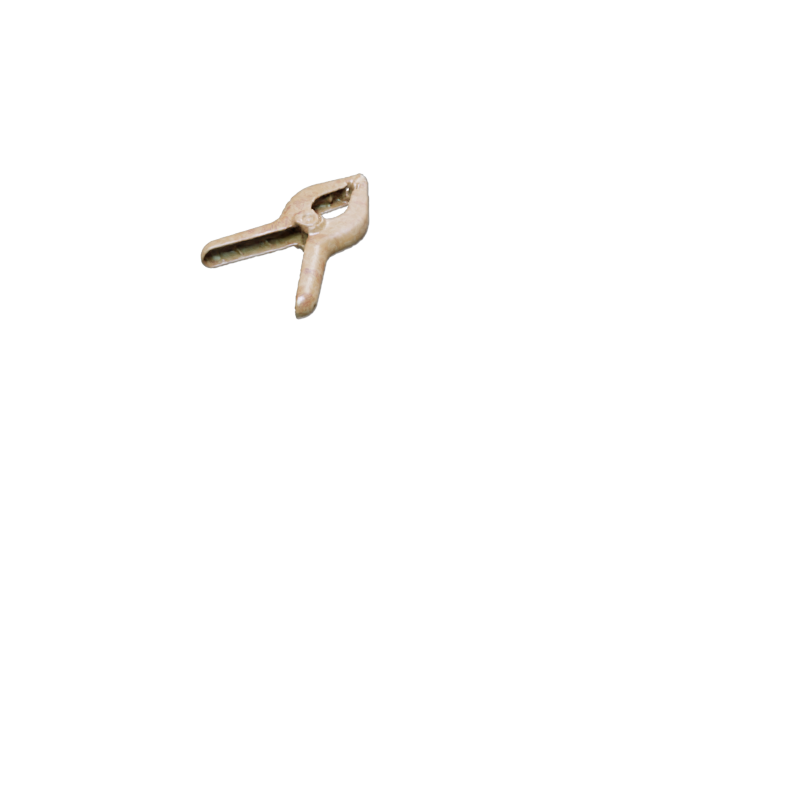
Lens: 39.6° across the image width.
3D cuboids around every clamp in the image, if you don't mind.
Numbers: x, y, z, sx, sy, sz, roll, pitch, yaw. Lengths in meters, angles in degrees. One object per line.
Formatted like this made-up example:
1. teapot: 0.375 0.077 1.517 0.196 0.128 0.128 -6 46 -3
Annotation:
1. clamp: -0.077 -0.140 0.977 0.173 0.037 0.128 -38 62 -25
